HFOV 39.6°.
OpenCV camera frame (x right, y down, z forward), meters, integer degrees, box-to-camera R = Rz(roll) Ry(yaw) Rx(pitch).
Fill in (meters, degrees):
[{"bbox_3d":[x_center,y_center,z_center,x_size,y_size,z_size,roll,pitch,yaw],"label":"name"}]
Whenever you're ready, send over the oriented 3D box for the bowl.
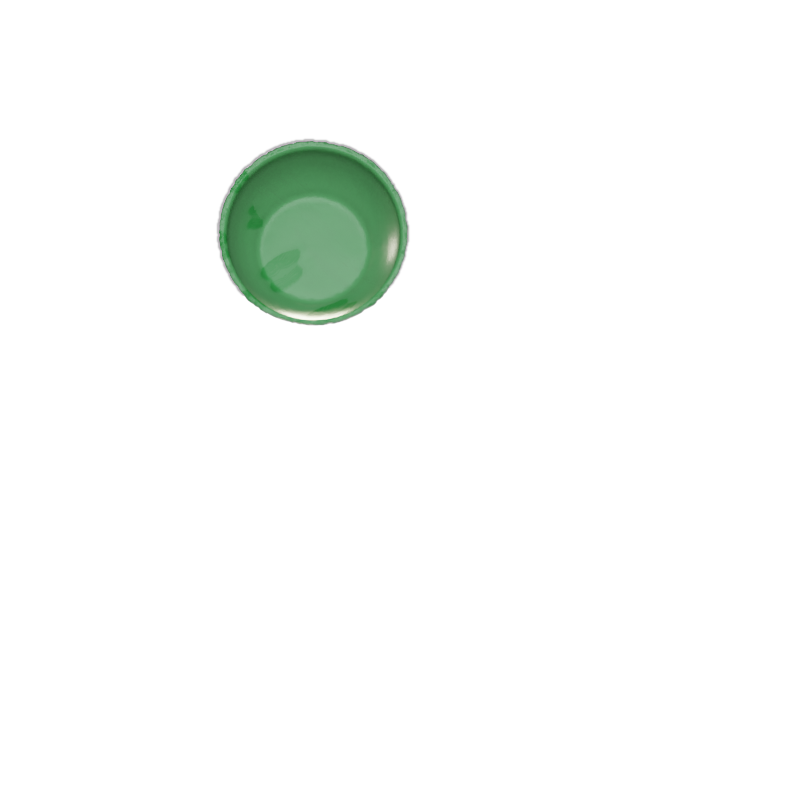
[{"bbox_3d":[-0.072,-0.131,0.919,0.162,0.157,0.057,0,15,-1],"label":"bowl"}]
